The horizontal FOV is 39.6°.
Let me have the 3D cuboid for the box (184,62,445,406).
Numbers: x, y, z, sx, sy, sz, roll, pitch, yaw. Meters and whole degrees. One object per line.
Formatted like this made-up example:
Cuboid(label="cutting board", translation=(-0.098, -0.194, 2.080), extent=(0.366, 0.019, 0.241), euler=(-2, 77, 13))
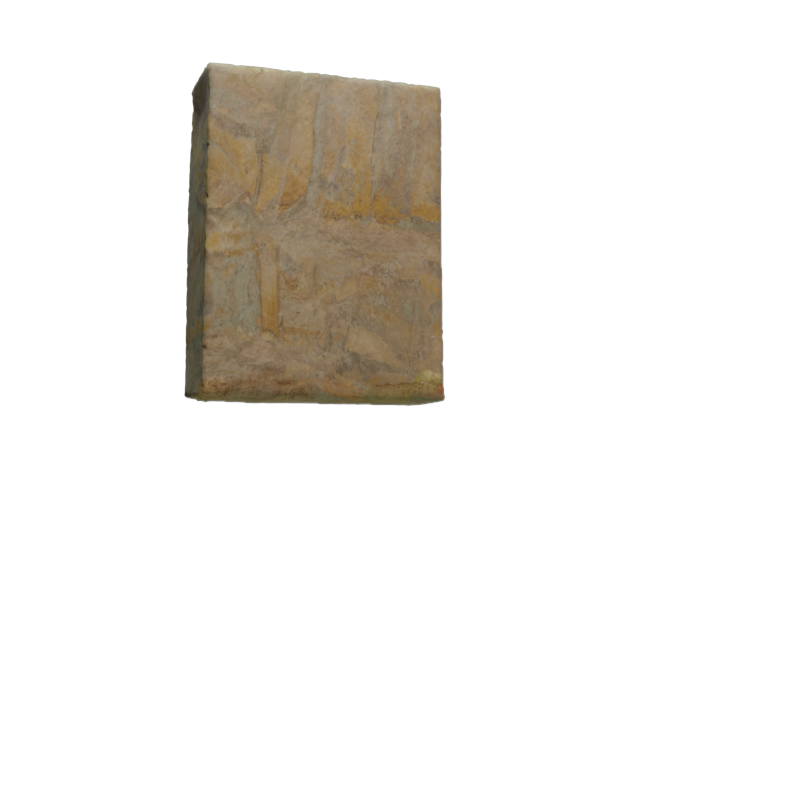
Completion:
Cuboid(label="box", translation=(-0.058, -0.106, 0.740), extent=(0.160, 0.219, 0.072), euler=(2, -11, -19))
